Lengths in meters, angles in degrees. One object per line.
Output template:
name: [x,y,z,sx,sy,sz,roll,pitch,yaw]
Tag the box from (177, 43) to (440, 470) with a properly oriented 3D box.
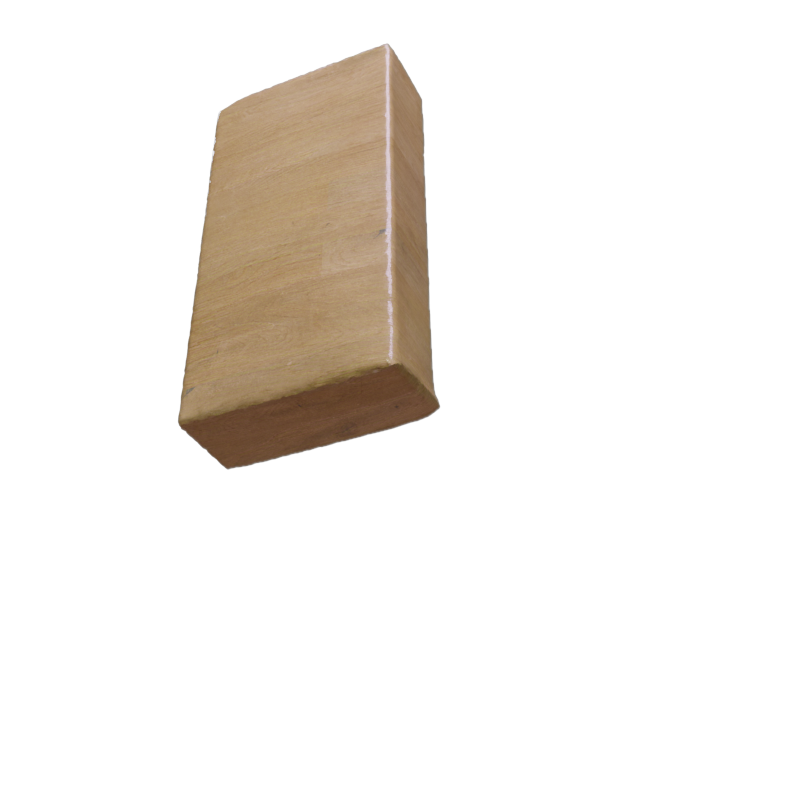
box: [-0.037,-0.066,0.464,0.094,0.189,0.044,-17,-39,19]
